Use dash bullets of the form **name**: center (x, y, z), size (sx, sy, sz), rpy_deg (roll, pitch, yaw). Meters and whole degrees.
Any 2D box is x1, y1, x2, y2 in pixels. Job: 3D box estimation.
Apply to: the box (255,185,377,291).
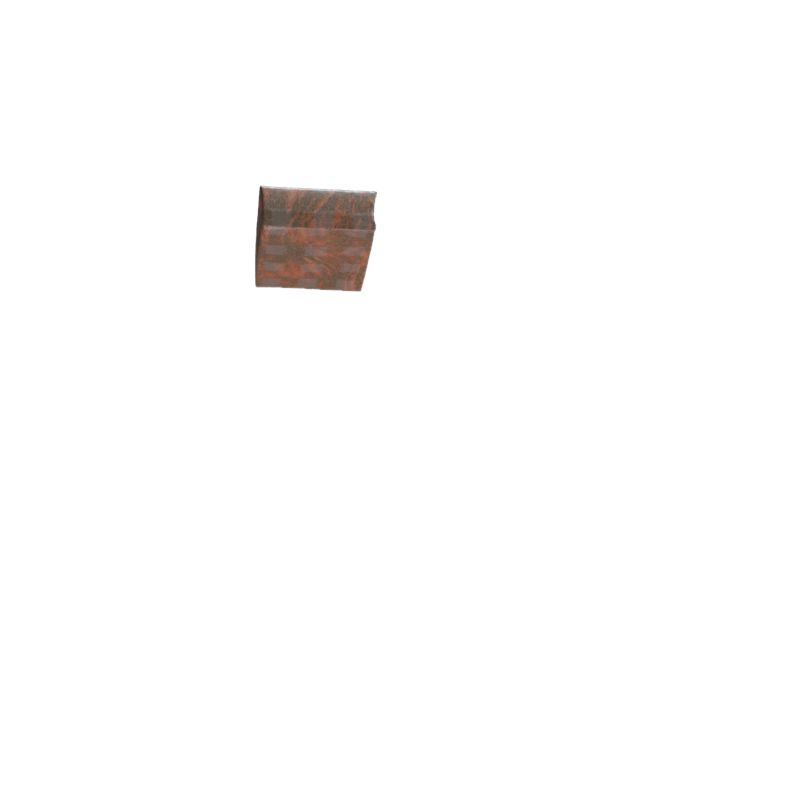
- **box**: center (-0.069, -0.125, 0.874), size (0.089, 0.041, 0.109), rpy_deg (2, -20, -7)
